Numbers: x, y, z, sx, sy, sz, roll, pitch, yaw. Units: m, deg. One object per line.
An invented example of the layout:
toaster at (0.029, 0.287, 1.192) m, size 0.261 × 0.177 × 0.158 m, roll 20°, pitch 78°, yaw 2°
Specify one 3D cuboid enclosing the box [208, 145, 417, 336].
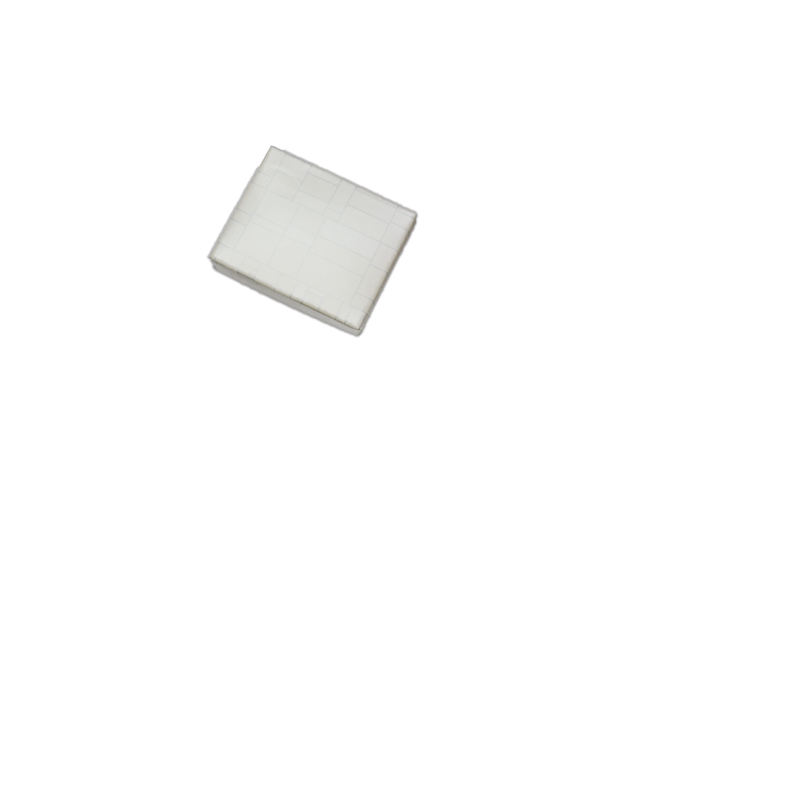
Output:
box at (-0.058, -0.106, 0.743) m, size 0.115 × 0.092 × 0.037 m, roll 26°, pitch -13°, yaw 6°
